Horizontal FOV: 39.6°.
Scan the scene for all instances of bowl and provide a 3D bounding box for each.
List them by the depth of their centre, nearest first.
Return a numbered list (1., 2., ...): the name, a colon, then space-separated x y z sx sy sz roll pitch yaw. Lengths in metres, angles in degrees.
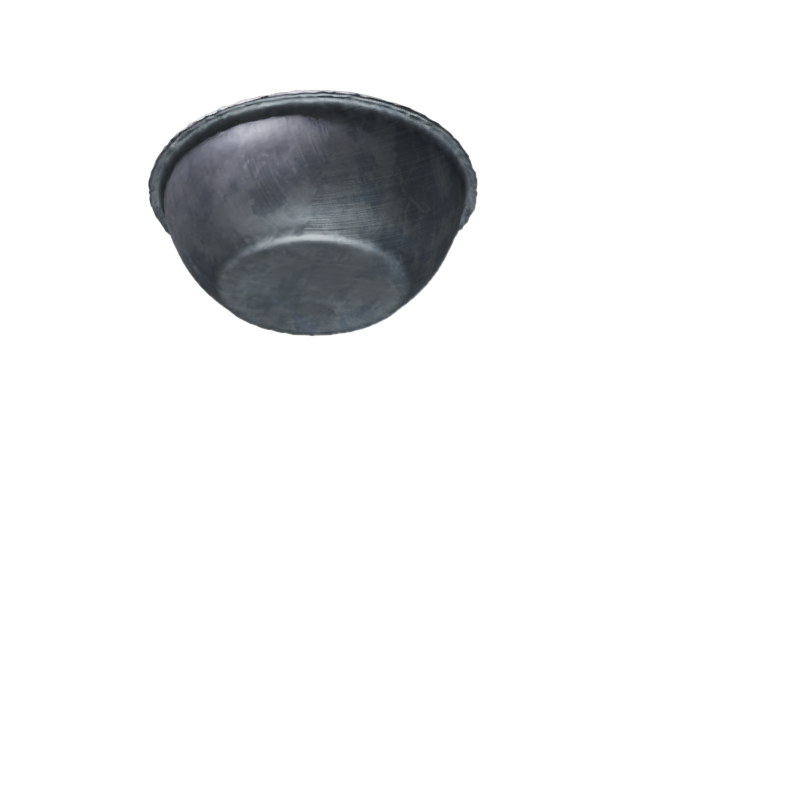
1. bowl: -0.042 -0.076 0.533 0.162 0.059 0.152 1 -27 -2
